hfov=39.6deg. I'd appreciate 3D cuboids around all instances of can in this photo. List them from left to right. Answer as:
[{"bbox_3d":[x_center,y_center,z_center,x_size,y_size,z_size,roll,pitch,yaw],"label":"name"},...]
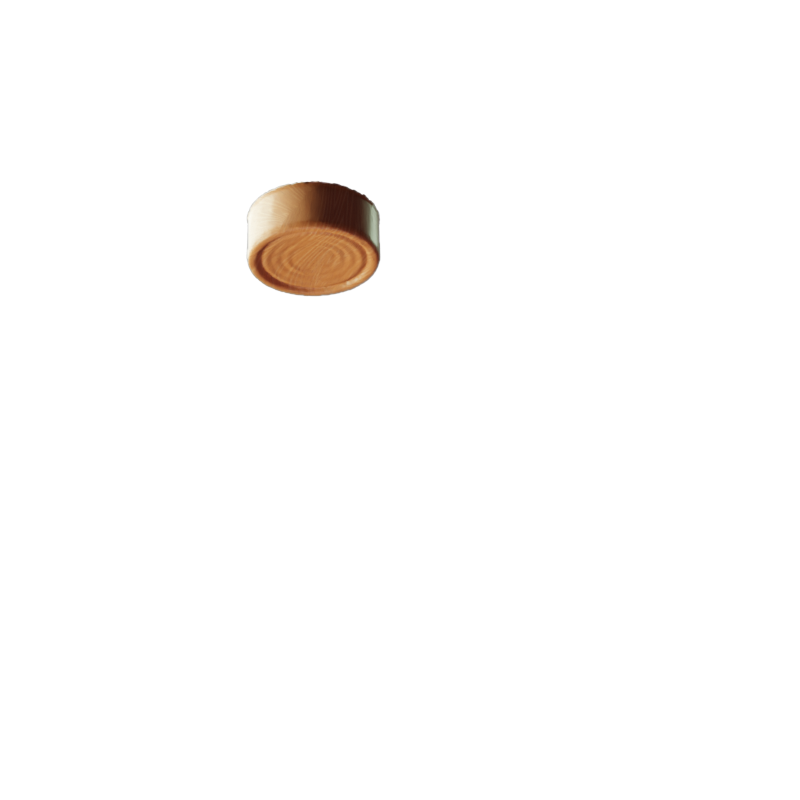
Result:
[{"bbox_3d":[-0.055,-0.101,0.705,0.086,0.036,0.081,1,-28,-2],"label":"can"}]
